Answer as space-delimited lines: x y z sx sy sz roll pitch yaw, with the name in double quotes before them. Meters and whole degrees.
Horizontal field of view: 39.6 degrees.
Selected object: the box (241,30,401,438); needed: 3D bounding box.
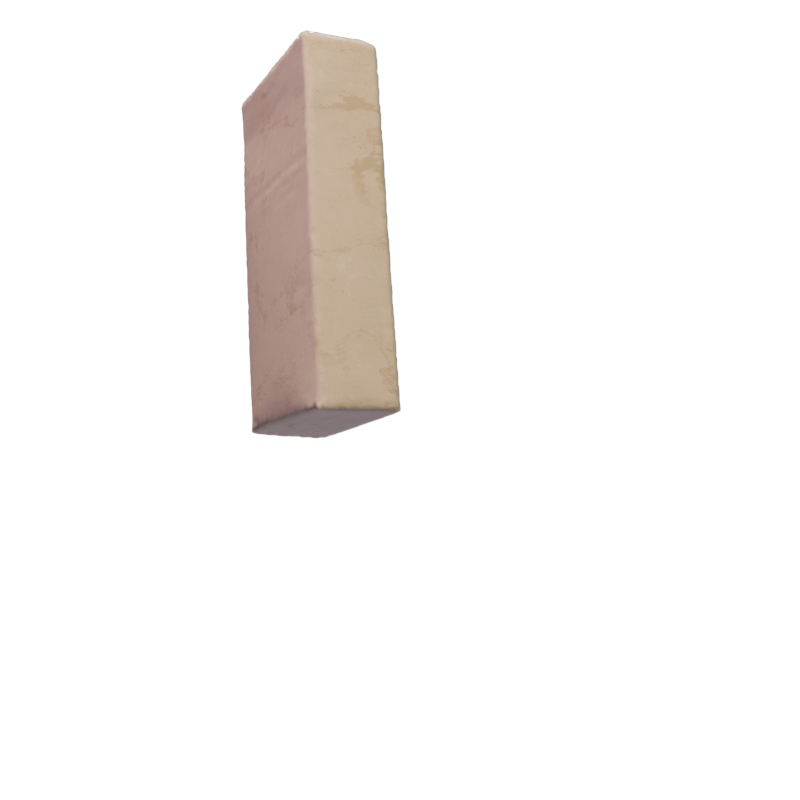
"box" -0.041 -0.076 0.530 0.046 0.183 0.093 6 -17 -25
